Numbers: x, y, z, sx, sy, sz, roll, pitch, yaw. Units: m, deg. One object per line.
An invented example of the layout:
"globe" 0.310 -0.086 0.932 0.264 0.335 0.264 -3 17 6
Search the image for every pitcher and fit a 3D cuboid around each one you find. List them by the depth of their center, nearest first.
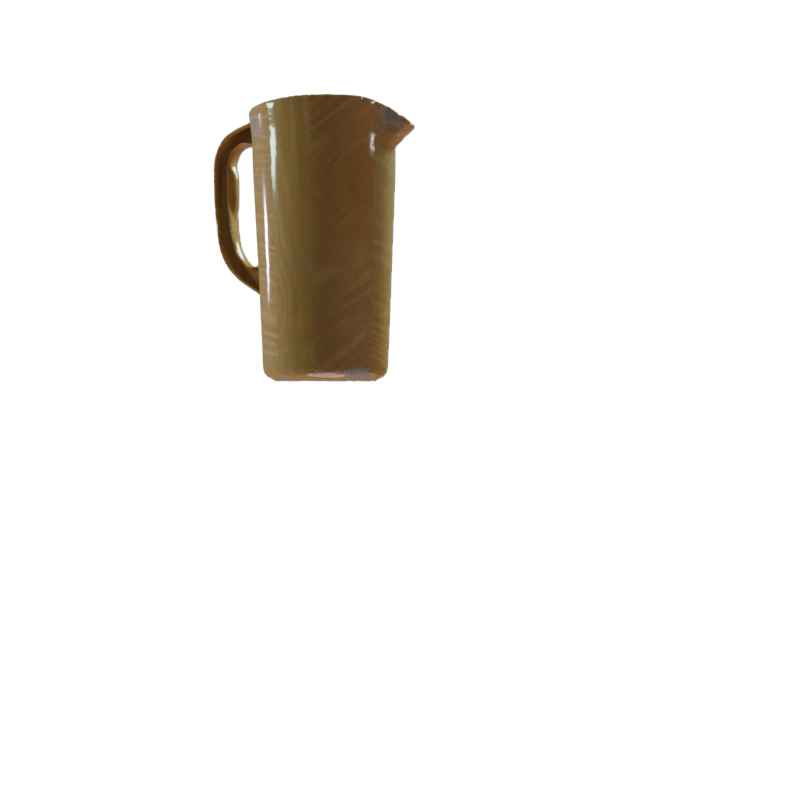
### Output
"pitcher" -0.076 -0.139 0.973 0.140 0.247 0.152 2 -5 -25
